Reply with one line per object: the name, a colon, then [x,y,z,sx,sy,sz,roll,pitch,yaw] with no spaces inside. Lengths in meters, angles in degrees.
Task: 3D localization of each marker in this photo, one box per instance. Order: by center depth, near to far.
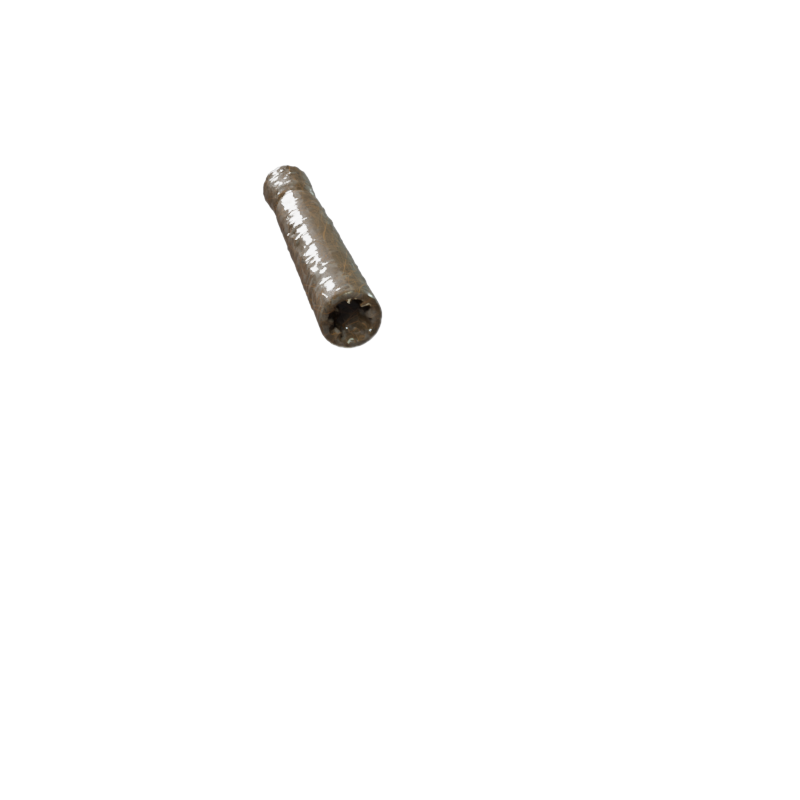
marker: [-0.030,-0.054,0.376,0.019,0.019,0.129,-2,29,-15]
